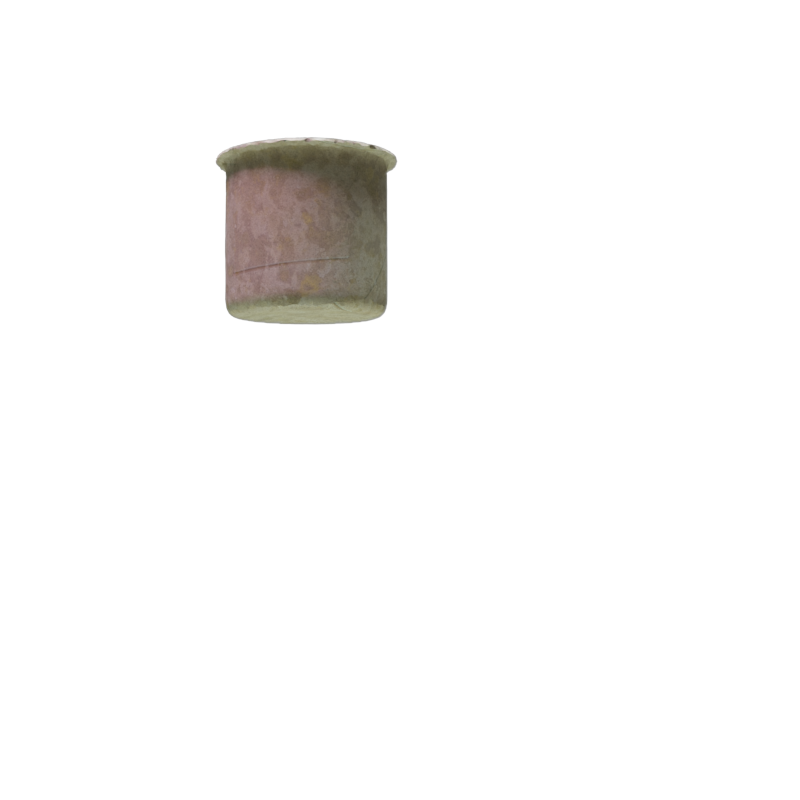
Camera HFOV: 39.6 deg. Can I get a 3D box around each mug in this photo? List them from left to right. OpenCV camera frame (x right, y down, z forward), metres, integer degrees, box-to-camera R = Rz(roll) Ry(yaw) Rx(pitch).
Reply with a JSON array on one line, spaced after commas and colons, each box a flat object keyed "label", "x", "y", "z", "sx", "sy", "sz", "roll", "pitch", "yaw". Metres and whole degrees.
[{"label": "mug", "x": -0.045, "y": -0.082, "z": 0.573, "sx": 0.095, "sy": 0.083, "sz": 0.113, "roll": -2, "pitch": -5, "yaw": 14}]
